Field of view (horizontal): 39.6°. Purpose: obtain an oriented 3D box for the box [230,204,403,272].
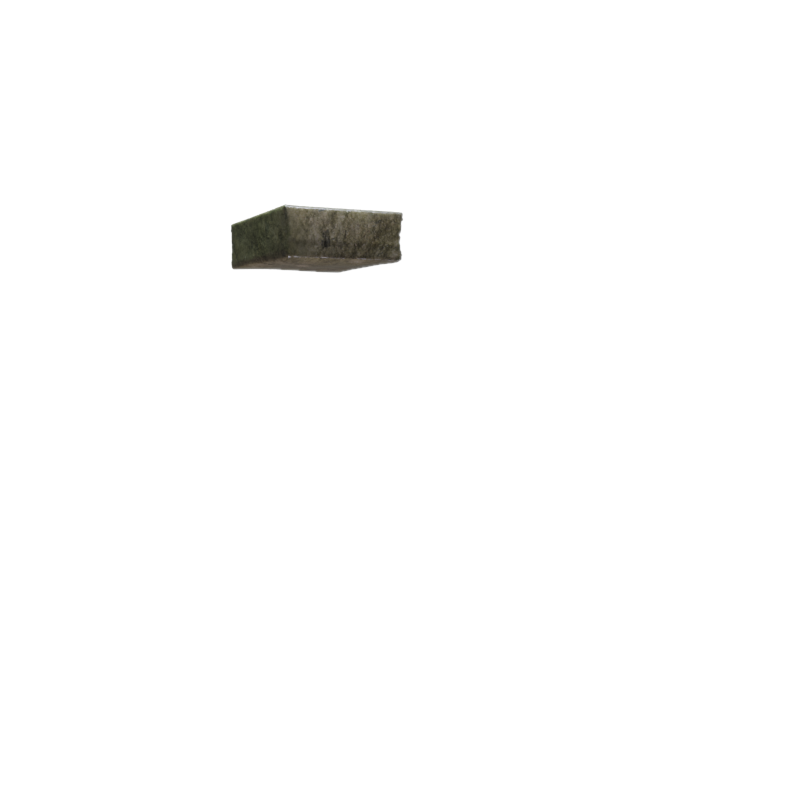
[{"bbox_3d":[-0.063,-0.114,0.798,0.087,0.039,0.117,-1,3,-26],"label":"box"}]
